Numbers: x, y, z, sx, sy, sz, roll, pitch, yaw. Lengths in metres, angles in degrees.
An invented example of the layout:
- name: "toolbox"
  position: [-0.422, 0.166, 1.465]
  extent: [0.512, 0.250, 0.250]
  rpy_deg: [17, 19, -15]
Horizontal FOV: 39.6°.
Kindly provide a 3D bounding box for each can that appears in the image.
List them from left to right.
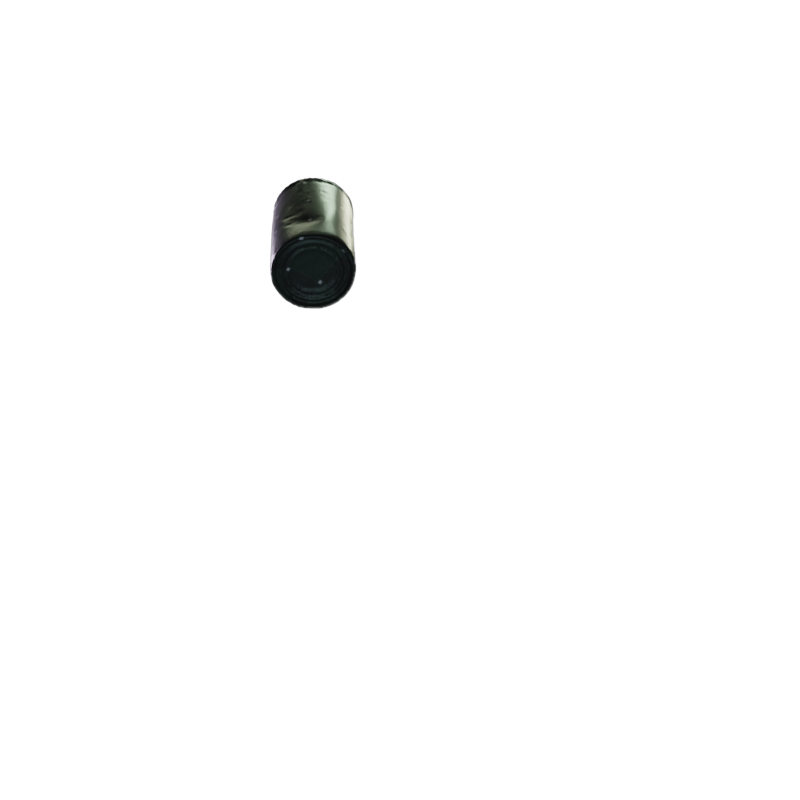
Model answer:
- name: "can"
  position: [-0.070, -0.127, 0.890]
  extent: [0.068, 0.064, 0.109]
  rpy_deg: [-1, 33, -3]
